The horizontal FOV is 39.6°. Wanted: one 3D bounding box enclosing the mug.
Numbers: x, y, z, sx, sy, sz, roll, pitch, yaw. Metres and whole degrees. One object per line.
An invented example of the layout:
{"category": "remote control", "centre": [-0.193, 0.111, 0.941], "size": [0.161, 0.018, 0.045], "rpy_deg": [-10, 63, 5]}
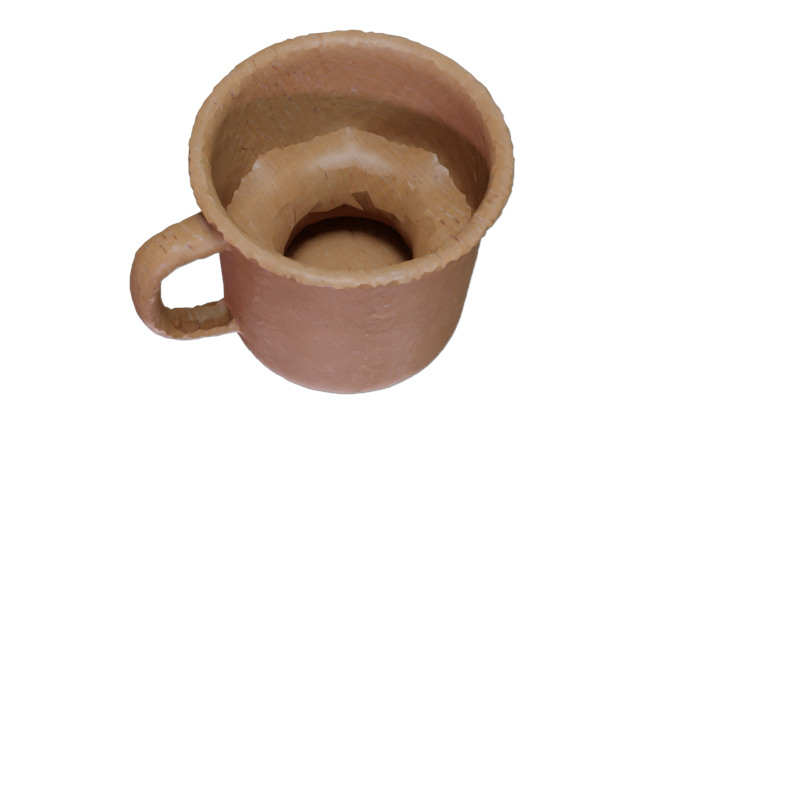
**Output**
{"category": "mug", "centre": [-0.027, -0.049, 0.345], "size": [0.117, 0.100, 0.076], "rpy_deg": [-25, -26, -15]}
